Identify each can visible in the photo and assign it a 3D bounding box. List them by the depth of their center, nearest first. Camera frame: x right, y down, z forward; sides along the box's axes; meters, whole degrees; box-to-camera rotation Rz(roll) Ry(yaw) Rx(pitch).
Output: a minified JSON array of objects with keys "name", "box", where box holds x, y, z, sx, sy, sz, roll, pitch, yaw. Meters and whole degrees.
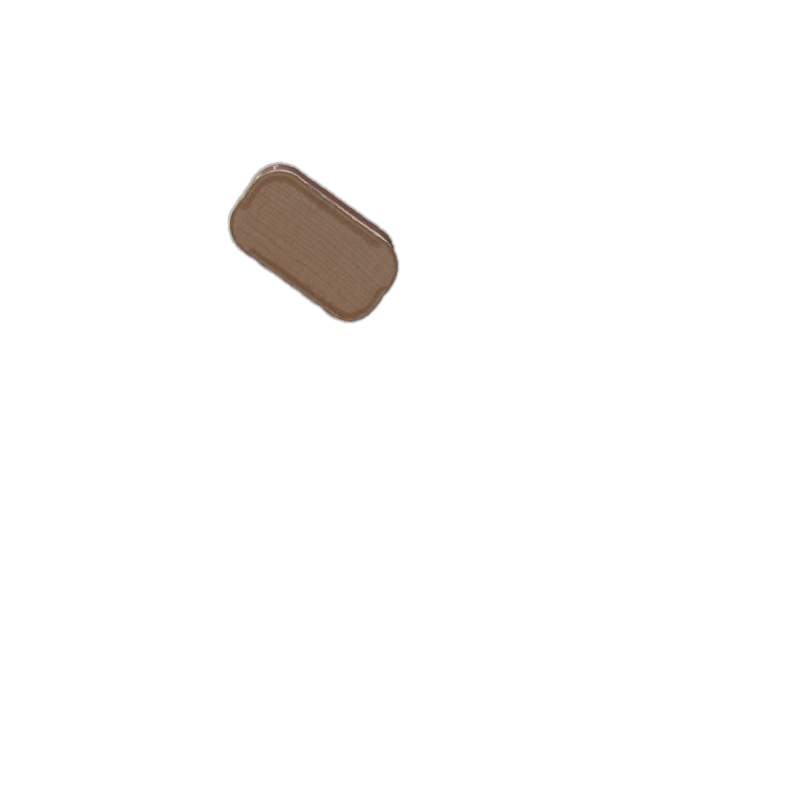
[{"name":"can","box":[-0.051,-0.093,0.648,0.101,0.057,0.085,35,6,-6]}]
